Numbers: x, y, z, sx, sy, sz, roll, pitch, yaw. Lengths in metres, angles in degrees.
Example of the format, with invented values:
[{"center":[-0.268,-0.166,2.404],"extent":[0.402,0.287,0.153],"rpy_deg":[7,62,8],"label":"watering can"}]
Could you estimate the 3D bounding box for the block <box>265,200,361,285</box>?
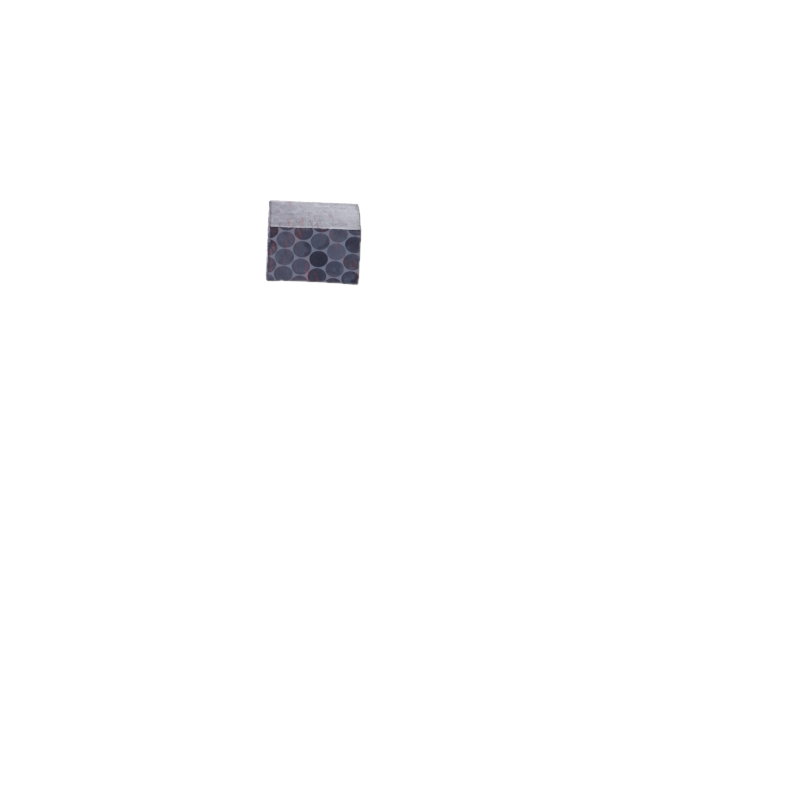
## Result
[{"center":[-0.072,-0.132,0.923],"extent":[0.078,0.050,0.054],"rpy_deg":[3,31,-3],"label":"block"}]
